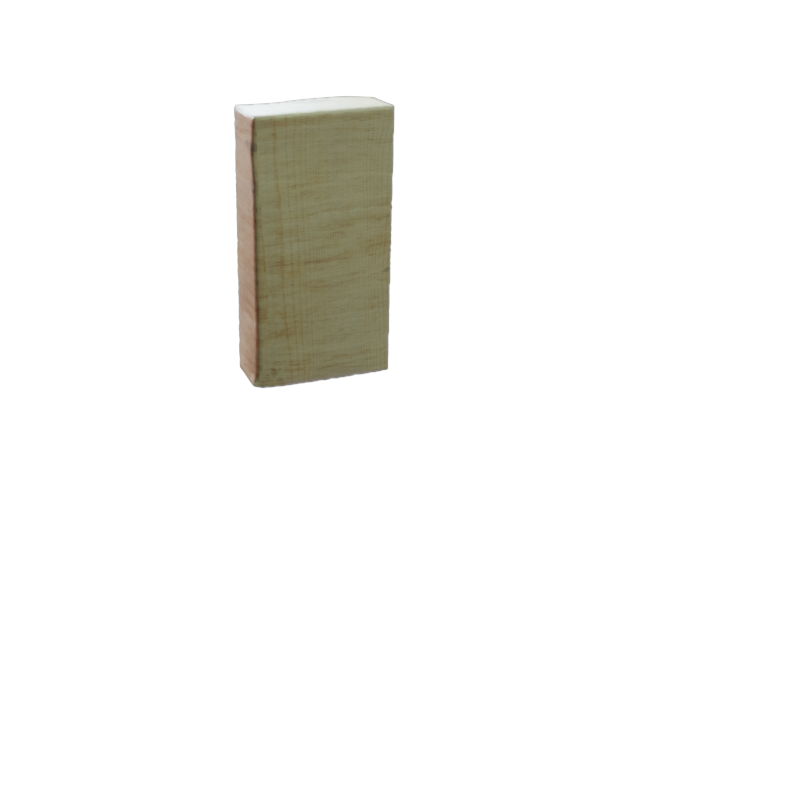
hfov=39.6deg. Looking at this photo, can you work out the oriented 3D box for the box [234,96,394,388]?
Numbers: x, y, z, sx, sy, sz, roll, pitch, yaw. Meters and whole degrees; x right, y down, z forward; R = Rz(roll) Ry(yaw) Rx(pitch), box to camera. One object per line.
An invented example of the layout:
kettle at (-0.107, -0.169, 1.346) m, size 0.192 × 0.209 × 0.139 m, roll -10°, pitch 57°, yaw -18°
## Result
box at (-0.054, -0.099, 0.695) m, size 0.091 × 0.169 × 0.051 m, roll -7°, pitch 19°, yaw -22°
